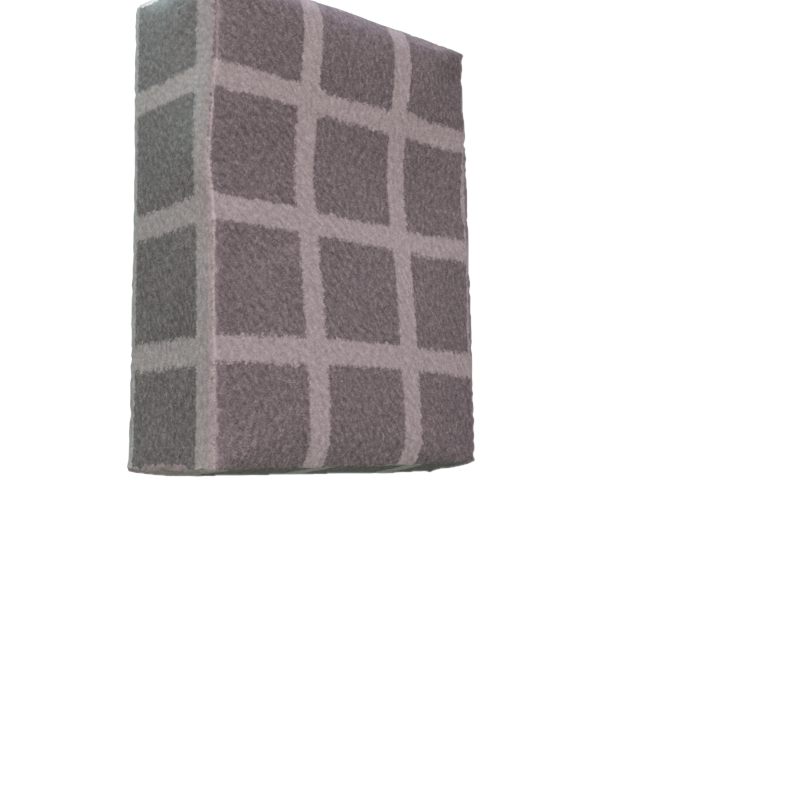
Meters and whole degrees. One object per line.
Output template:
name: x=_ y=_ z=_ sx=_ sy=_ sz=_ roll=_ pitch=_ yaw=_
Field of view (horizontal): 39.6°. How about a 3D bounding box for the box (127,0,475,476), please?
box: x=-0.041 y=-0.074 z=0.521 sx=0.156 sy=0.219 sz=0.074 roll=7 pitch=-12 yaw=-43
